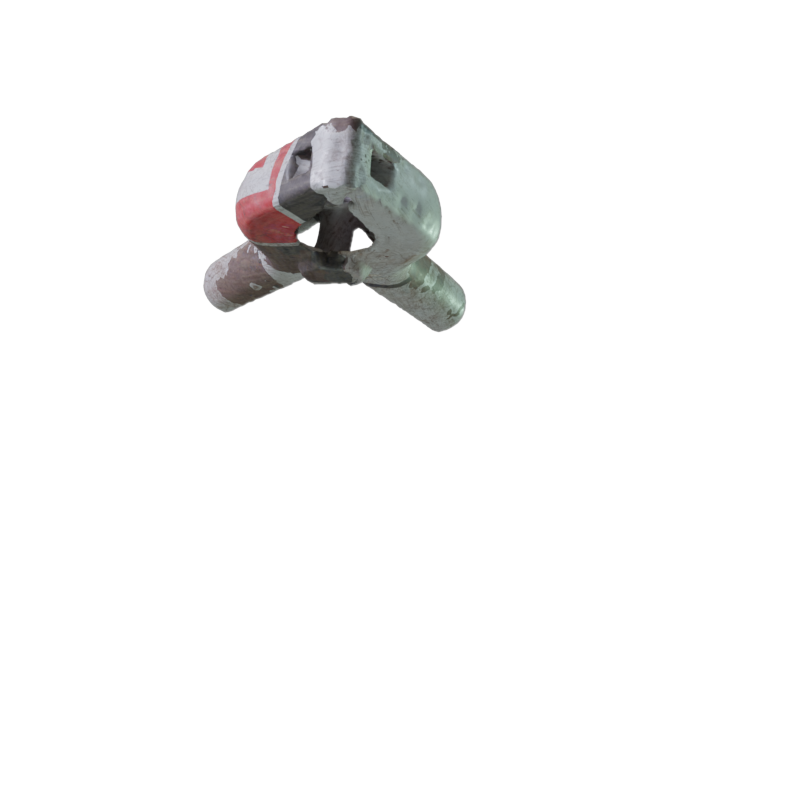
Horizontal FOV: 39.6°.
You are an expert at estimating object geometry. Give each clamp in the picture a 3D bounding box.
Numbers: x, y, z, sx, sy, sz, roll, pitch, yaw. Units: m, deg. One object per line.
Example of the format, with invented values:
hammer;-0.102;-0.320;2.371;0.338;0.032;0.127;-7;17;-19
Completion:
clamp;-0.036;-0.065;0.454;0.121;0.041;0.162;-2;-18;6
